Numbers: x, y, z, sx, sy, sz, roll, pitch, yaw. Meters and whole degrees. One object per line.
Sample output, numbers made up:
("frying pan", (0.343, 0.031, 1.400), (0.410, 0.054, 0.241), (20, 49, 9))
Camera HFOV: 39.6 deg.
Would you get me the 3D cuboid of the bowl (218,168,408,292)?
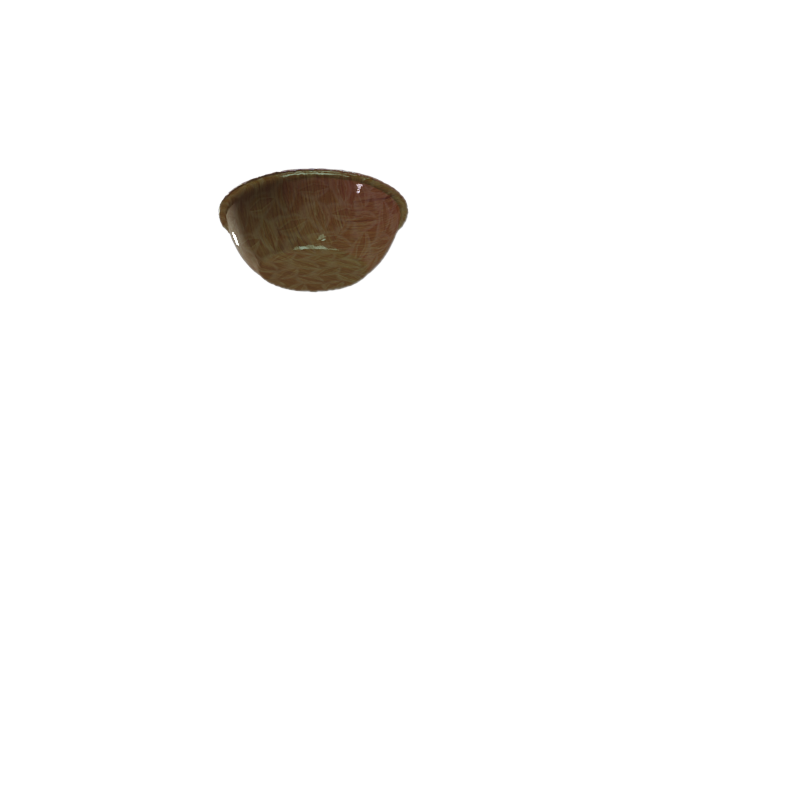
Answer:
("bowl", (-0.073, -0.133, 0.931), (0.162, 0.058, 0.154), (0, -19, -2))
